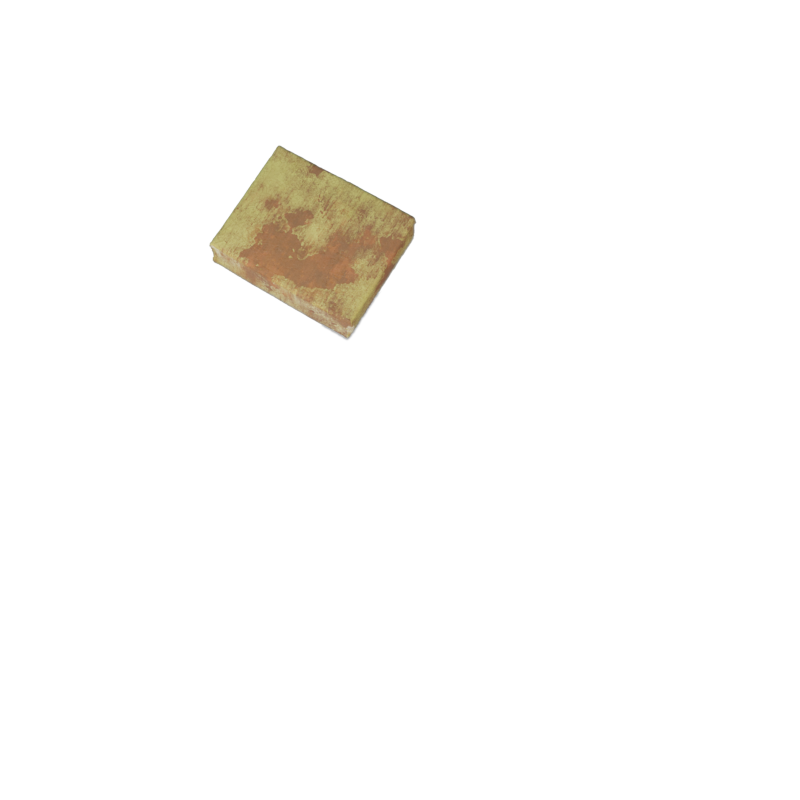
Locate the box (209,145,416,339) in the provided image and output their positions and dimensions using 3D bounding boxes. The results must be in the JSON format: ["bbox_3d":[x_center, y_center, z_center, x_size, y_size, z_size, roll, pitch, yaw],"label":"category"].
[{"bbox_3d":[-0.059,-0.108,0.758,0.117,0.092,0.037,28,-21,12],"label":"box"}]
